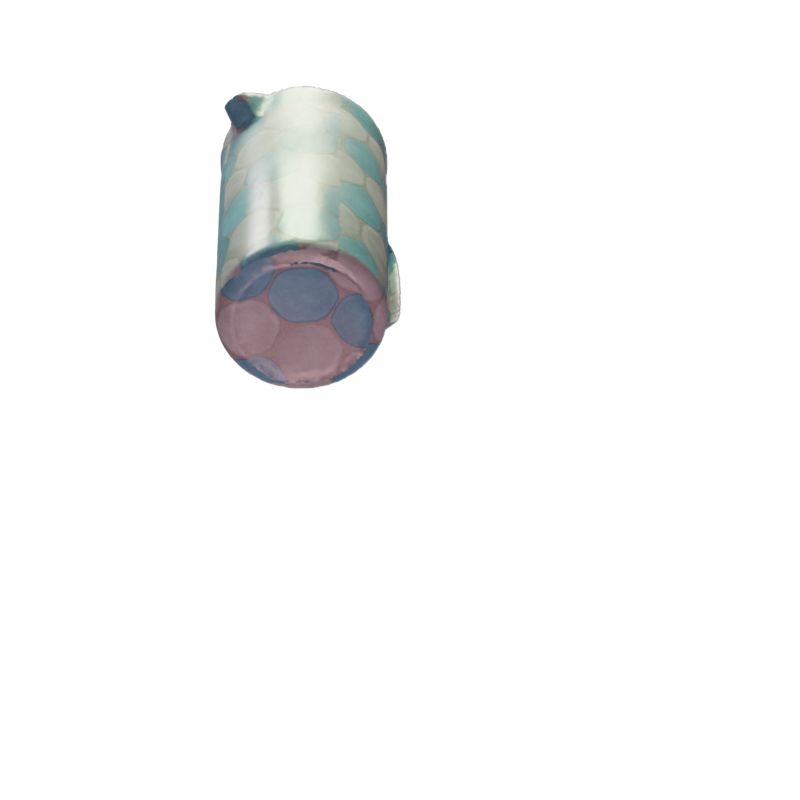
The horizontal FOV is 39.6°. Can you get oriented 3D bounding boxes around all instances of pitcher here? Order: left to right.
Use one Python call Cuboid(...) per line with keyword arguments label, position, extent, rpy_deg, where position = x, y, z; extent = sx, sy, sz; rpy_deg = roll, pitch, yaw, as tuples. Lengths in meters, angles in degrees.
Cuboid(label="pitcher", position=(-0.062, -0.112, 0.788), extent=(0.148, 0.137, 0.259), rpy_deg=(4, 34, -6))
